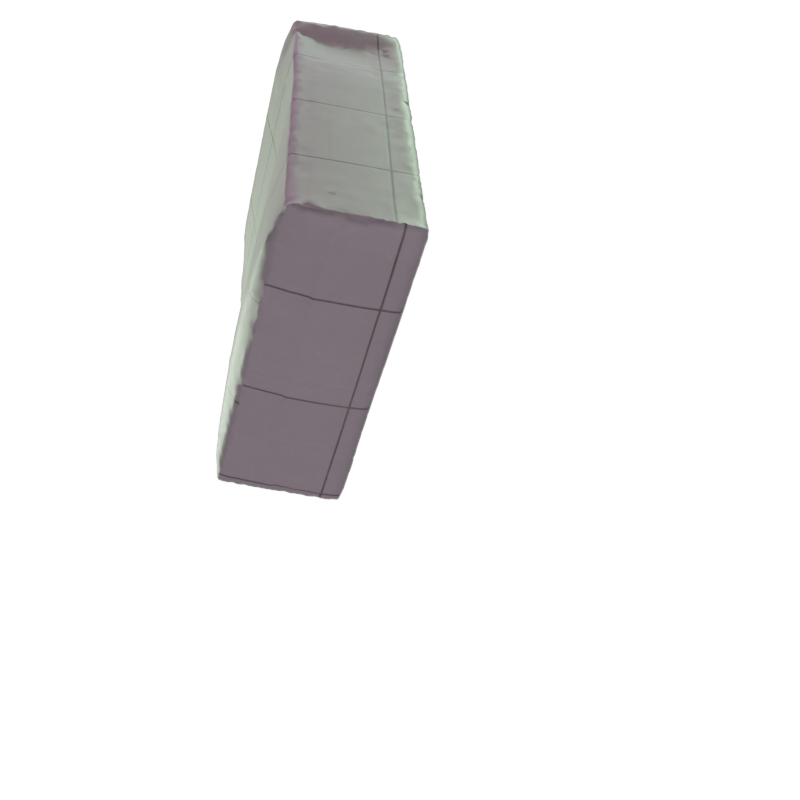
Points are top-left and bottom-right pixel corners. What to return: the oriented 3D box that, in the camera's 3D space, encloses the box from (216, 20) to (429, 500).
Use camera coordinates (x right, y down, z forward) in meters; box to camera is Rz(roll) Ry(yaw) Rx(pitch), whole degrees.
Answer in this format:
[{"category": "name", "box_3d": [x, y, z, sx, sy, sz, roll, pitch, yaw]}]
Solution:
[{"category": "box", "box_3d": [-0.046, -0.084, 0.589, 0.071, 0.156, 0.229, 10, 36, -12]}]
